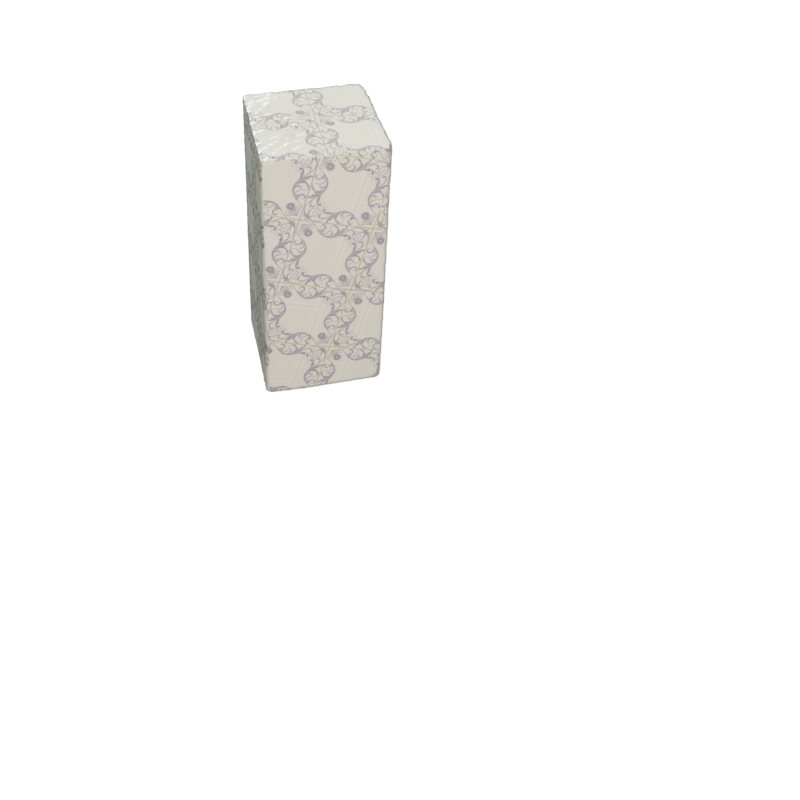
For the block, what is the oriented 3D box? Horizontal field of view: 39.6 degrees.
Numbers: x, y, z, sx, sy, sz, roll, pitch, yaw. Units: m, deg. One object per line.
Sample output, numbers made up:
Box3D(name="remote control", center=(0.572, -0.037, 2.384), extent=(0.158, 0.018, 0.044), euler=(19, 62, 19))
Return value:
Box3D(name="block", center=(-0.063, -0.116, 0.811), extent=(0.089, 0.192, 0.098), euler=(-7, 41, -12))
